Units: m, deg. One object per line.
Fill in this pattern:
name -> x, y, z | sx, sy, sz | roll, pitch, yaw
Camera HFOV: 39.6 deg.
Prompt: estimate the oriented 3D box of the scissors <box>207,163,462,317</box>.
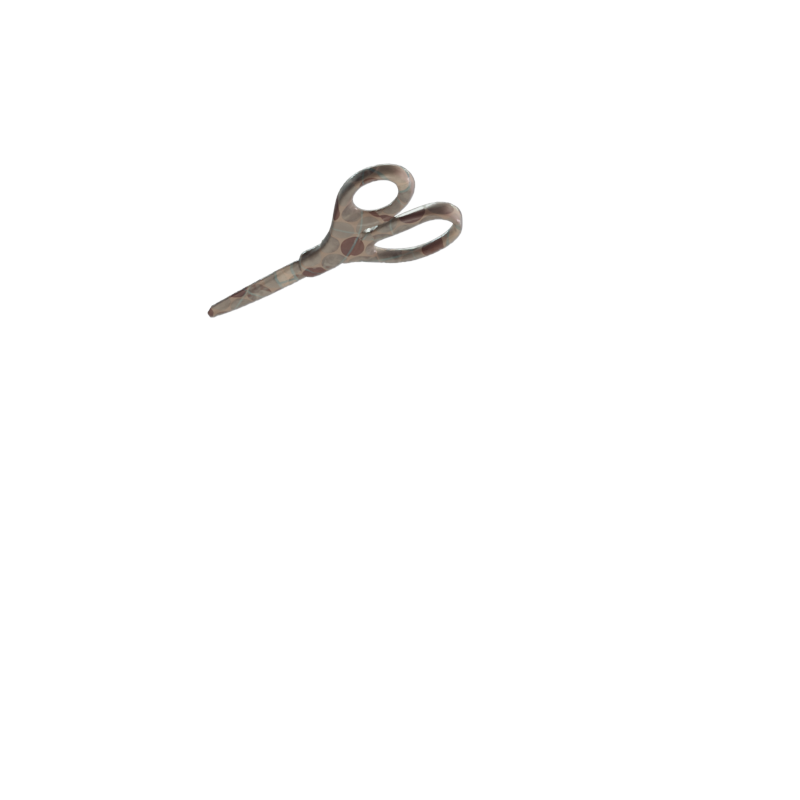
scissors -> -0.059, -0.108, 0.756 | 0.204, 0.017, 0.089 | -13, -40, 15
